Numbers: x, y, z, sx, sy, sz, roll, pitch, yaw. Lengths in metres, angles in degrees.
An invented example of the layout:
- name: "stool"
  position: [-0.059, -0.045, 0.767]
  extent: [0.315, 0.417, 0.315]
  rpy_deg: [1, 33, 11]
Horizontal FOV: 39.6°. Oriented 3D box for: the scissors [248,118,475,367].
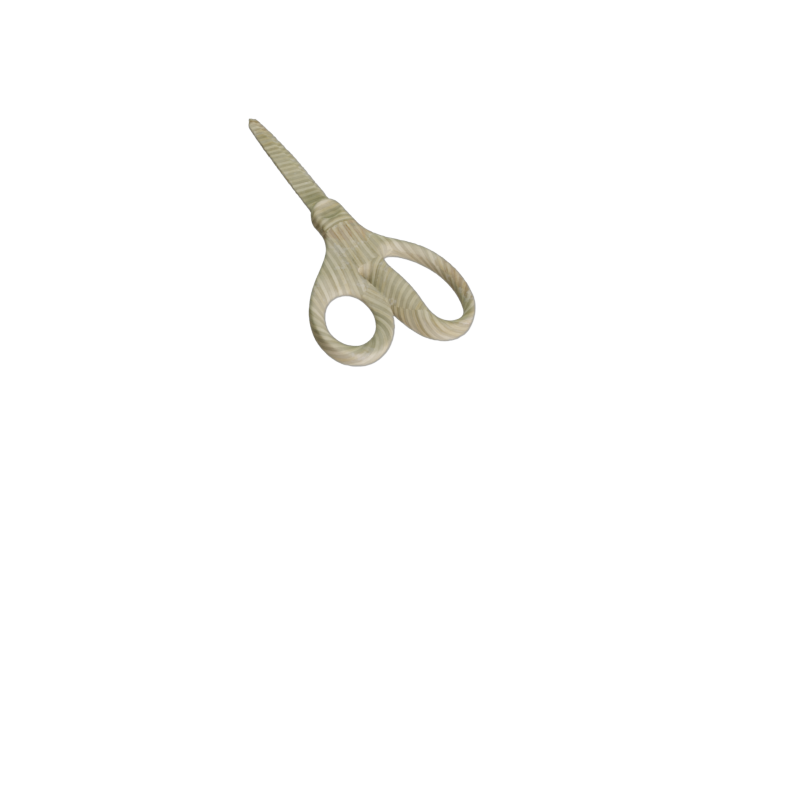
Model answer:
- name: "scissors"
  position: [-0.049, -0.089, 0.624]
  extent: [0.214, 0.015, 0.097]
  rpy_deg: [38, 60, 26]
